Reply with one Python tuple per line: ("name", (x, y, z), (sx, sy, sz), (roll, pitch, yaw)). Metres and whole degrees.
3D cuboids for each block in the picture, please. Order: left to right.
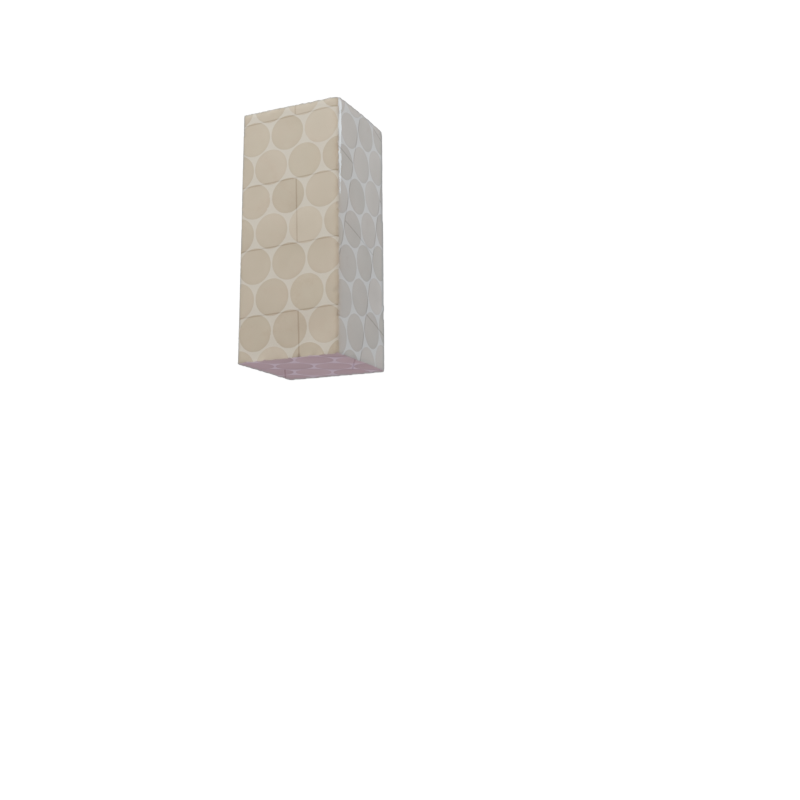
("block", (-0.070, -0.128, 0.898), (0.093, 0.214, 0.085), (-8, -16, 24))
